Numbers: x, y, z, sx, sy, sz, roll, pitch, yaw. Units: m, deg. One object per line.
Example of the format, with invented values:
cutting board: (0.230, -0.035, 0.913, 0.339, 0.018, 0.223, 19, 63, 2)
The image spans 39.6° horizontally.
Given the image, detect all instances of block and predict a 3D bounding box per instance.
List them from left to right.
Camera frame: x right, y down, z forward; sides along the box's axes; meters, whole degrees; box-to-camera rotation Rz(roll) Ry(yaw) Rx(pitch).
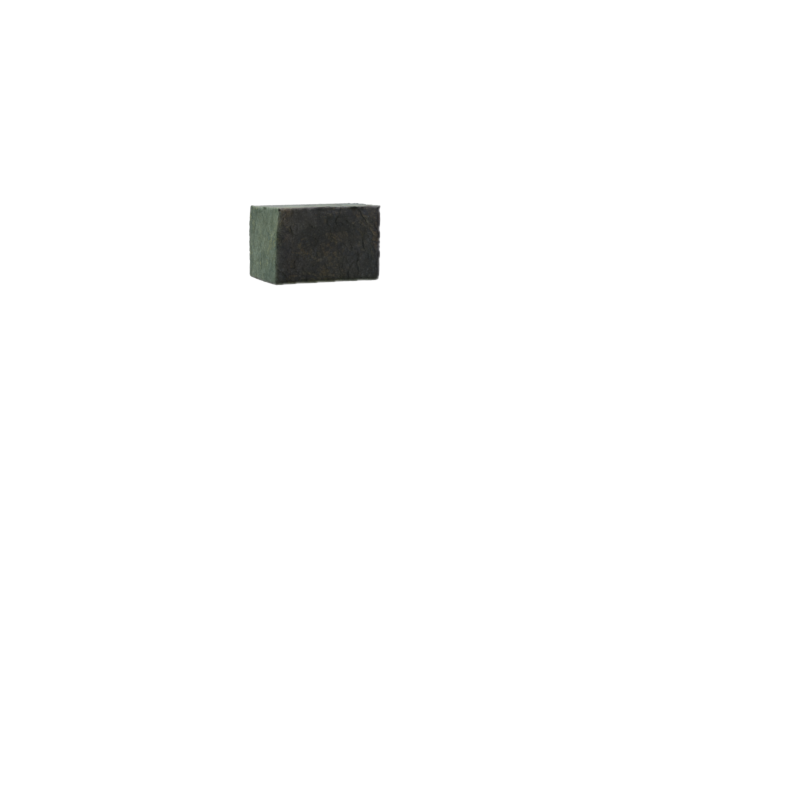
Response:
block: (-0.059, -0.108, 0.759, 0.076, 0.050, 0.055, -5, 11, -27)
